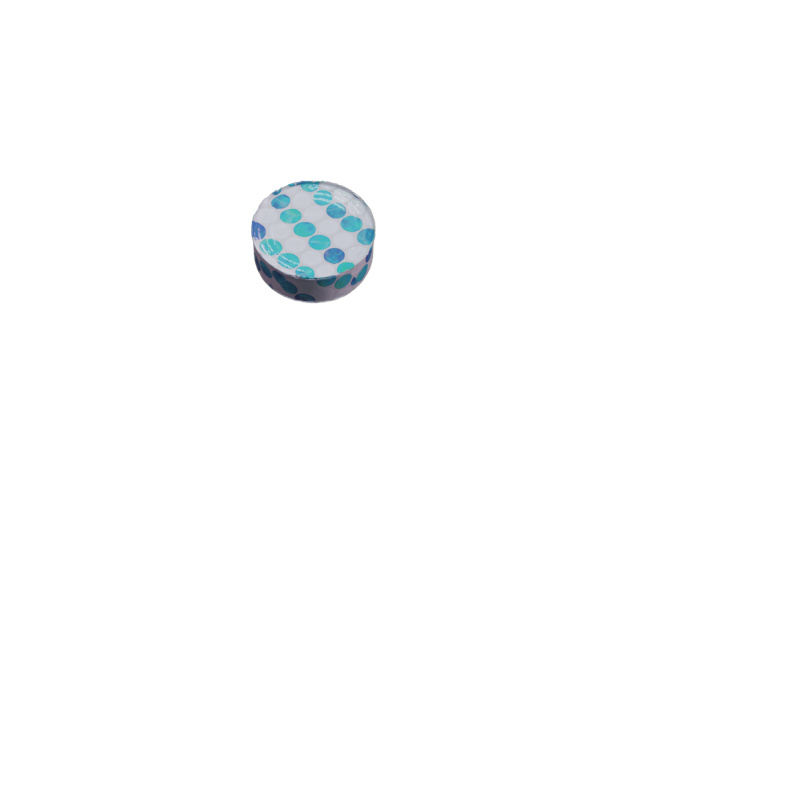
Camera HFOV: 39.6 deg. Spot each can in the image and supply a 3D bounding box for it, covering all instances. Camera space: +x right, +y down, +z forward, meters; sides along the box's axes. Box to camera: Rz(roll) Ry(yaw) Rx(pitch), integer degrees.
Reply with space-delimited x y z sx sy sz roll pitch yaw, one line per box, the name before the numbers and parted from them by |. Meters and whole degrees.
can | -0.061 -0.110 0.774 0.086 0.092 0.031 -1 -34 -1
